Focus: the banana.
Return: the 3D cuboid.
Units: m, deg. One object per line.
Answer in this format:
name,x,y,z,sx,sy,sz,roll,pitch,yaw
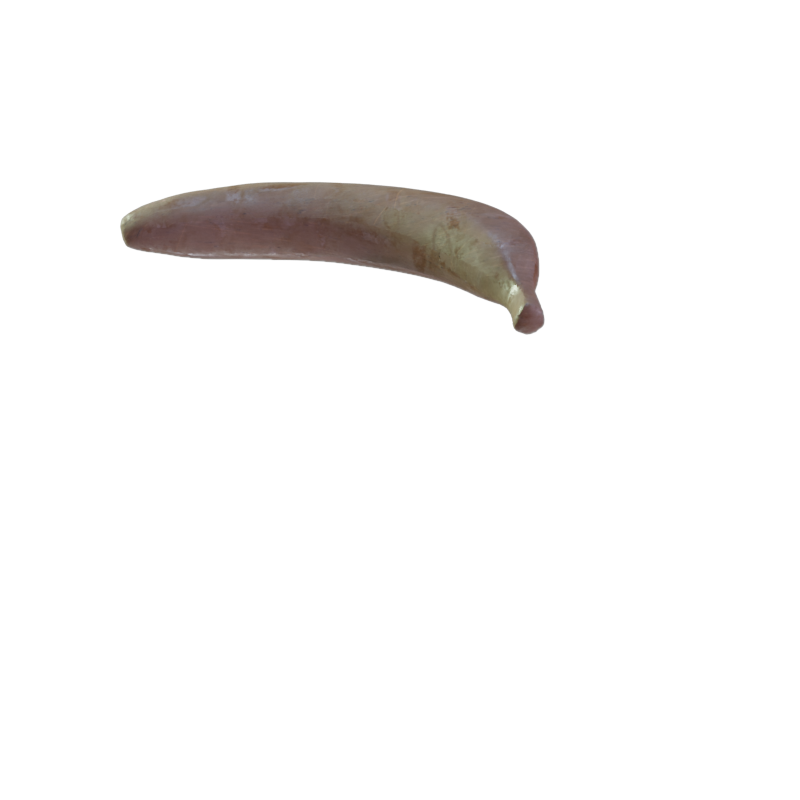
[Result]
banana,-0.023,-0.070,0.464,0.207,0.035,0.069,13,24,29
